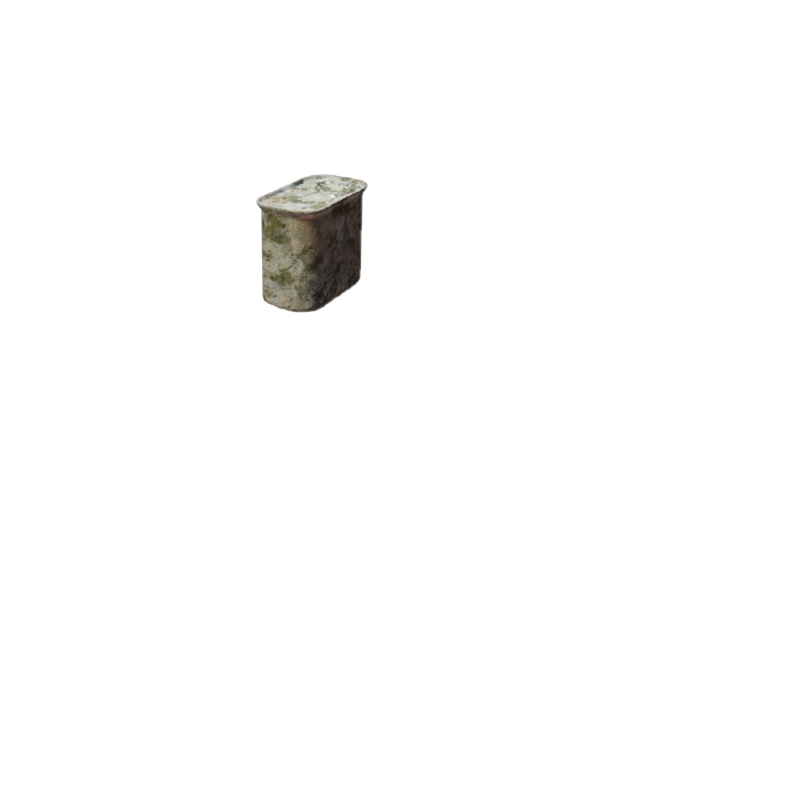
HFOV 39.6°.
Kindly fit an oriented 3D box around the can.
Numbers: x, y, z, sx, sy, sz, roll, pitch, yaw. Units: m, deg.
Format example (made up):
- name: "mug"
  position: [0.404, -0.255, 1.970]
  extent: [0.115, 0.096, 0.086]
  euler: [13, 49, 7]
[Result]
- name: "can"
  position: [-0.069, -0.126, 0.880]
  extent: [0.060, 0.080, 0.103]
  euler: [12, 26, 24]
